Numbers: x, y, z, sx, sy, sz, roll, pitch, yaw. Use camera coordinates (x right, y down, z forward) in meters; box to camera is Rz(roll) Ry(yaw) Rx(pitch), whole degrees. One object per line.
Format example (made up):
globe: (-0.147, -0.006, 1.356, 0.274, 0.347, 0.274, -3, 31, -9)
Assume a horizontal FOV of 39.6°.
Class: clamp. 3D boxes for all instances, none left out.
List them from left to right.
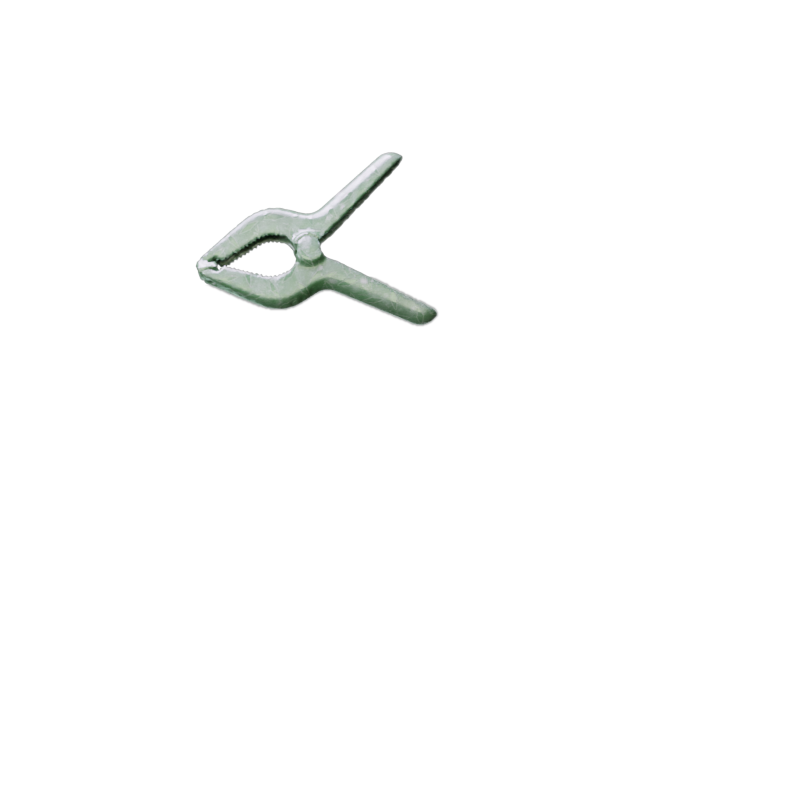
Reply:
clamp: (-0.078, -0.142, 0.998, 0.209, 0.172, 0.035, -4, -19, -1)
